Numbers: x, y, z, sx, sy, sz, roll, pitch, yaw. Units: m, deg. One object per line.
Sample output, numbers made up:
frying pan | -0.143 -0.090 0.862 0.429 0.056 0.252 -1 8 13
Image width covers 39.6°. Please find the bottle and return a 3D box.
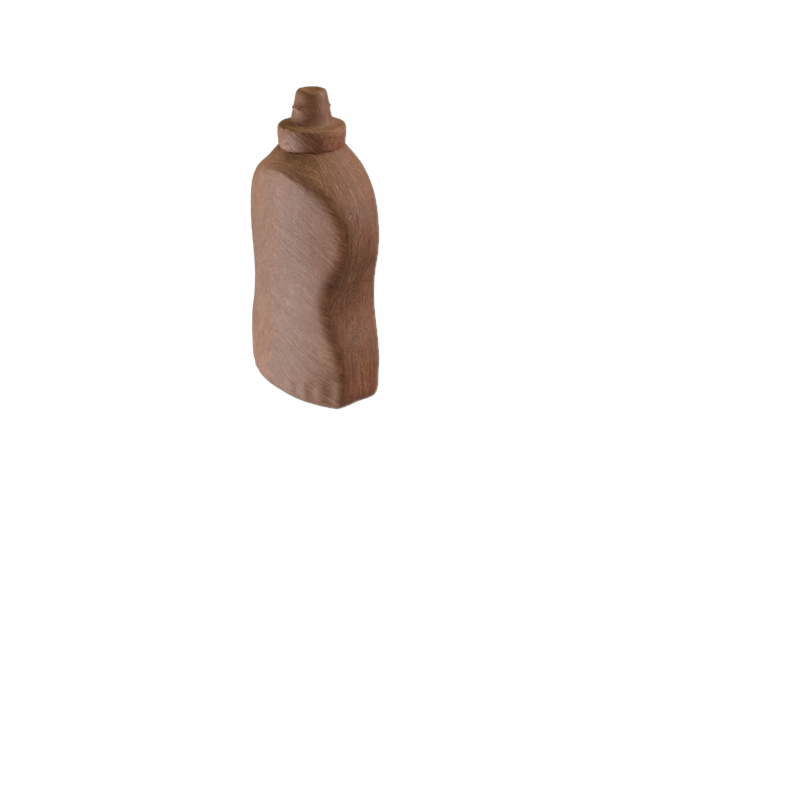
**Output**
bottle | -0.054 -0.097 0.682 0.057 0.182 0.103 -16 29 -36
